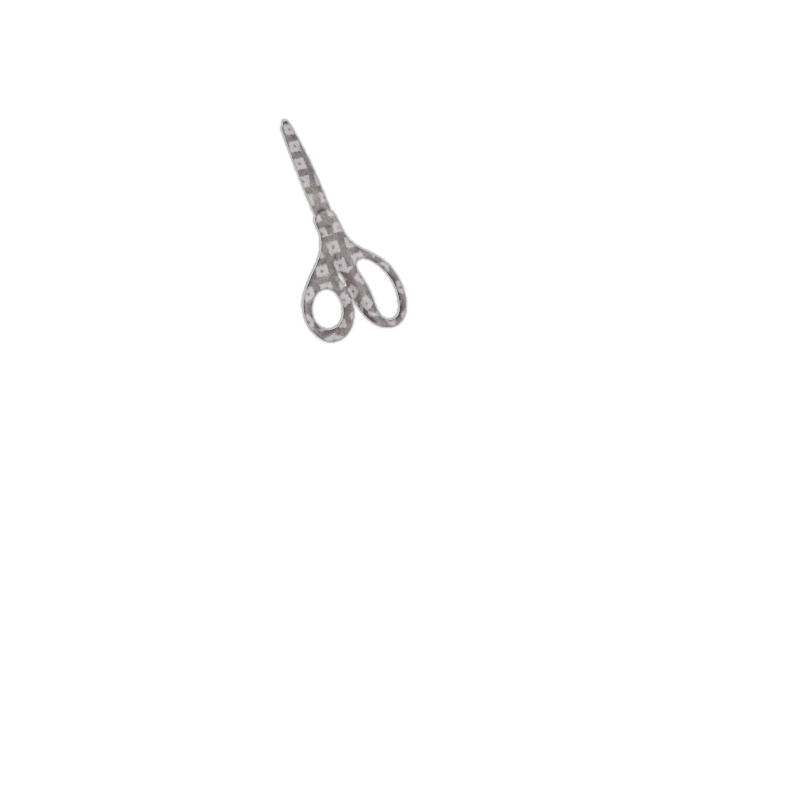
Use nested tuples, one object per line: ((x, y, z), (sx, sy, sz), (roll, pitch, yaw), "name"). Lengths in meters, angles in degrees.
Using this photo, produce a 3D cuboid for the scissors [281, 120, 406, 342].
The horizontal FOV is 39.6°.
((-0.075, -0.136, 0.955), (0.096, 0.206, 0.015), (-37, -7, -6), "scissors")
